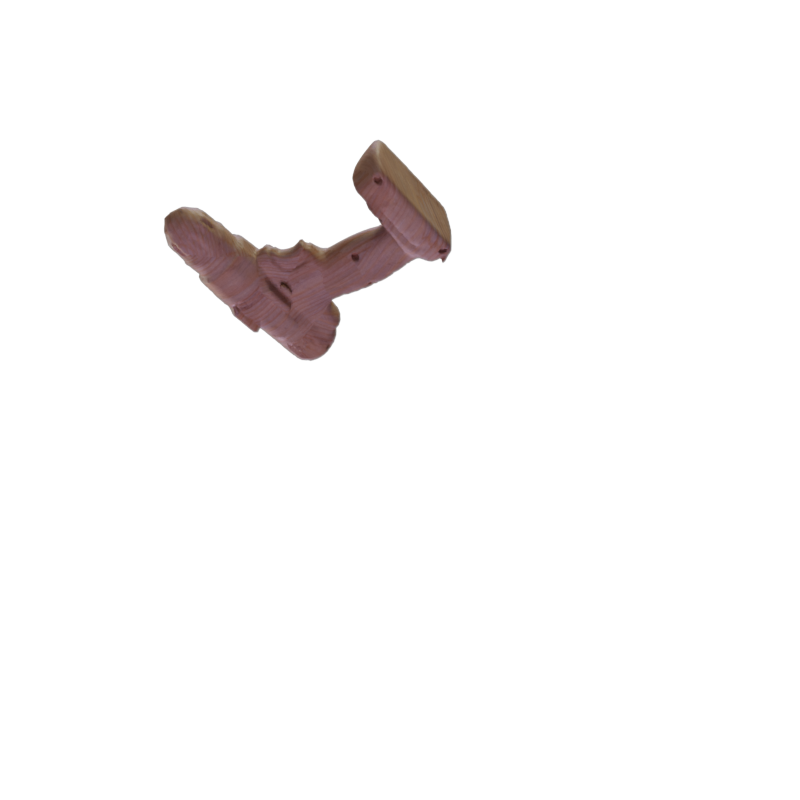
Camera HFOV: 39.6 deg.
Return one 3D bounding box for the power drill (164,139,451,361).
[{"bbox_3d":[-0.069,-0.126,0.882,0.187,0.062,0.172,-29,-52,26],"label":"power drill"}]
